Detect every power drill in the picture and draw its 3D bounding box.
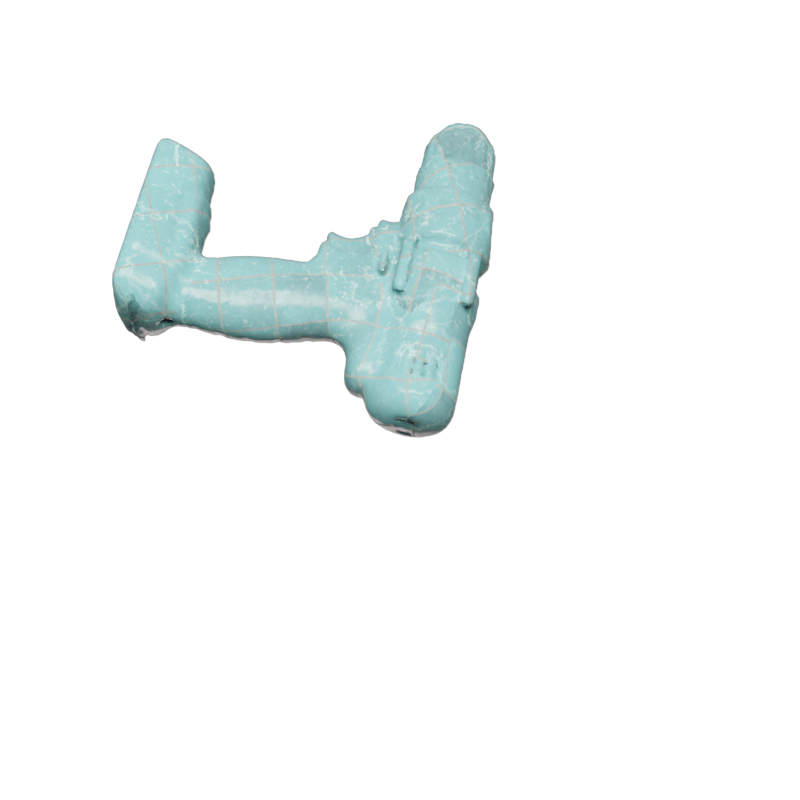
[{"bbox_3d":[-0.046,-0.084,0.592,0.190,0.194,0.054,10,-29,5],"label":"power drill"}]
